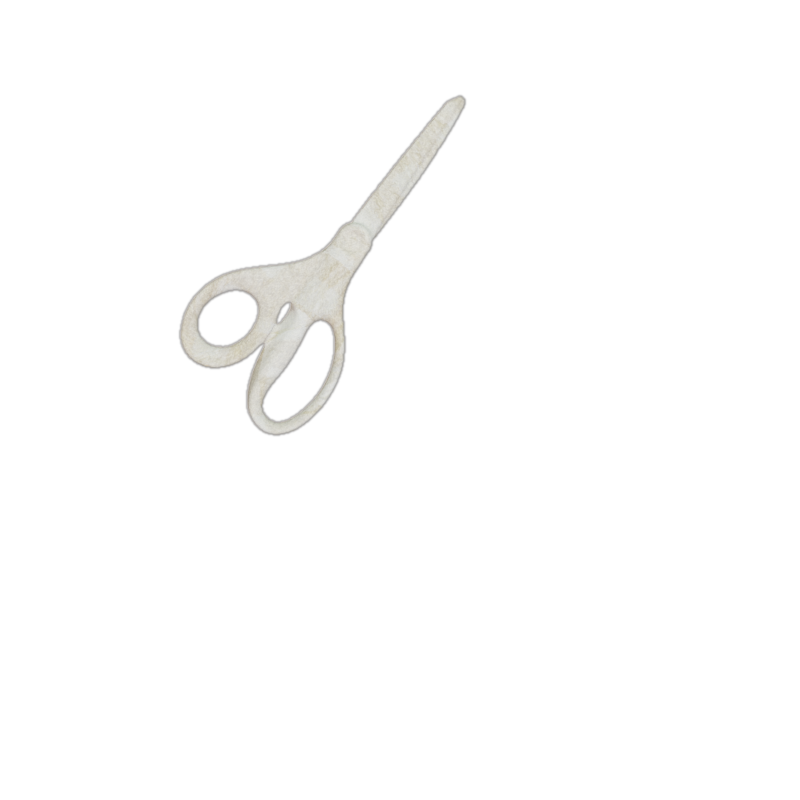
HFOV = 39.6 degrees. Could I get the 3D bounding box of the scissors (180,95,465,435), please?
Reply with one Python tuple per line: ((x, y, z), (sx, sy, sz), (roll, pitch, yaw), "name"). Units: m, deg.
((-0.046, -0.083, 0.582), (0.096, 0.203, 0.016), (21, -5, 2), "scissors")
